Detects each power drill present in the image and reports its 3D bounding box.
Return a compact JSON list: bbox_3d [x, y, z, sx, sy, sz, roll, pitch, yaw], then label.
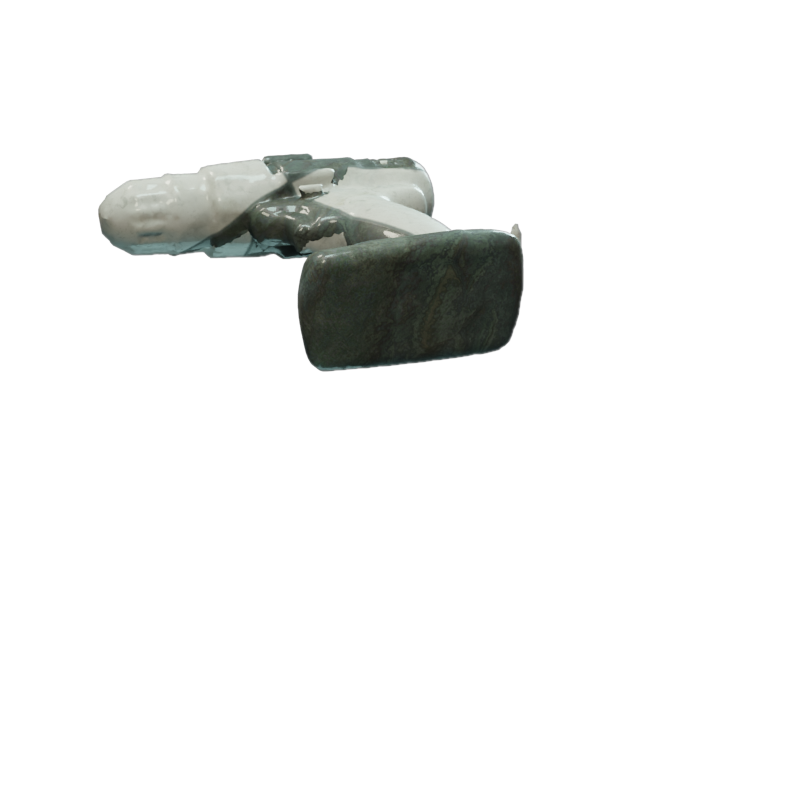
[{"bbox_3d":[-0.042,-0.077,0.539,0.181,0.055,0.201,-10,28,-20],"label":"power drill"}]
